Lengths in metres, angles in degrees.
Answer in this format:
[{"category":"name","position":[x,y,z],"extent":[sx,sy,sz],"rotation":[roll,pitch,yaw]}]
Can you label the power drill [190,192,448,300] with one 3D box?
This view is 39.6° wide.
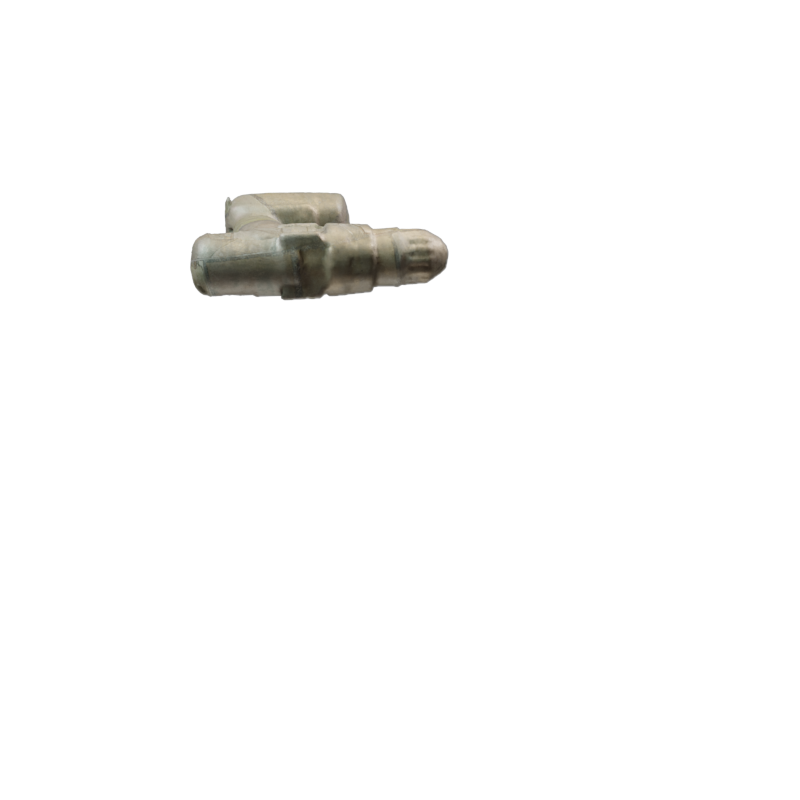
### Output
[{"category":"power drill","position":[-0.067,-0.123,0.860],"extent":[0.183,0.056,0.195],"rotation":[-2,16,-6]}]
